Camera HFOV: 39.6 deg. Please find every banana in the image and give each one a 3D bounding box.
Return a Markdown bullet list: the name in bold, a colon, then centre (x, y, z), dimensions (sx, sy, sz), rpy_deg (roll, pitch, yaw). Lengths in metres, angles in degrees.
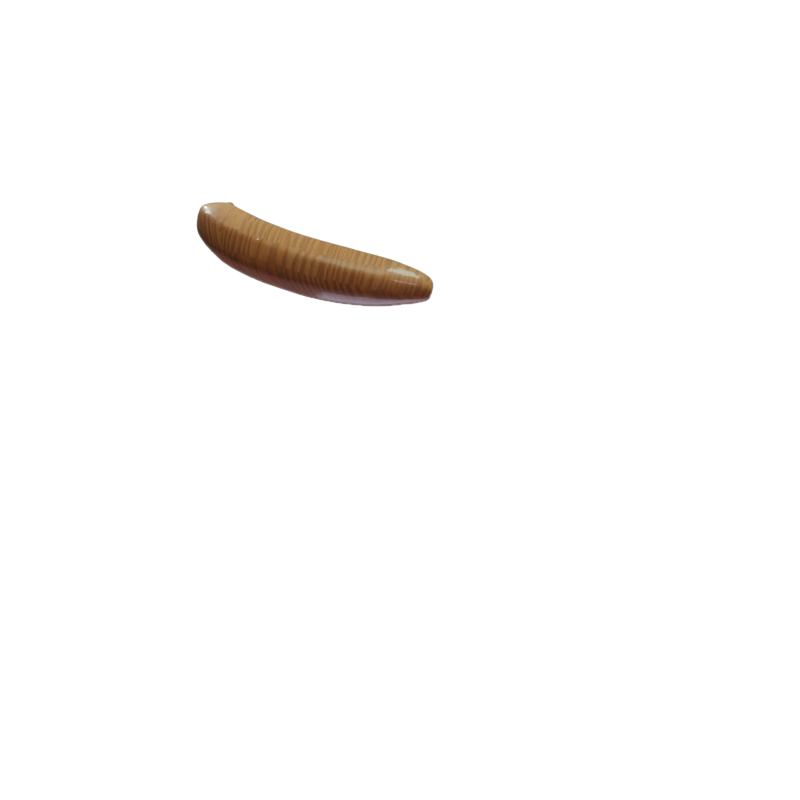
- **banana**: centre (-0.073, -0.099, 0.728), dimensions (0.211, 0.035, 0.069), rpy_deg (27, 40, 36)
